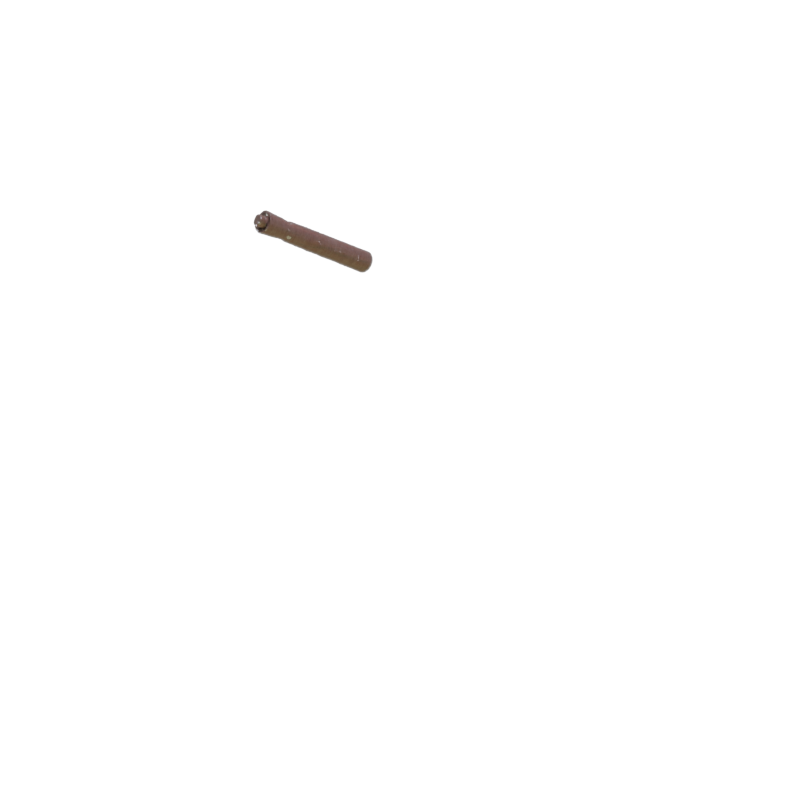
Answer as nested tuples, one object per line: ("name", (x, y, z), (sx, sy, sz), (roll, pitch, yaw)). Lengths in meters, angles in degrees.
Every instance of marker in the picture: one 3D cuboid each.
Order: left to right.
("marker", (-0.071, -0.129, 0.906), (0.114, 0.020, 0.021), (16, -8, -41))
